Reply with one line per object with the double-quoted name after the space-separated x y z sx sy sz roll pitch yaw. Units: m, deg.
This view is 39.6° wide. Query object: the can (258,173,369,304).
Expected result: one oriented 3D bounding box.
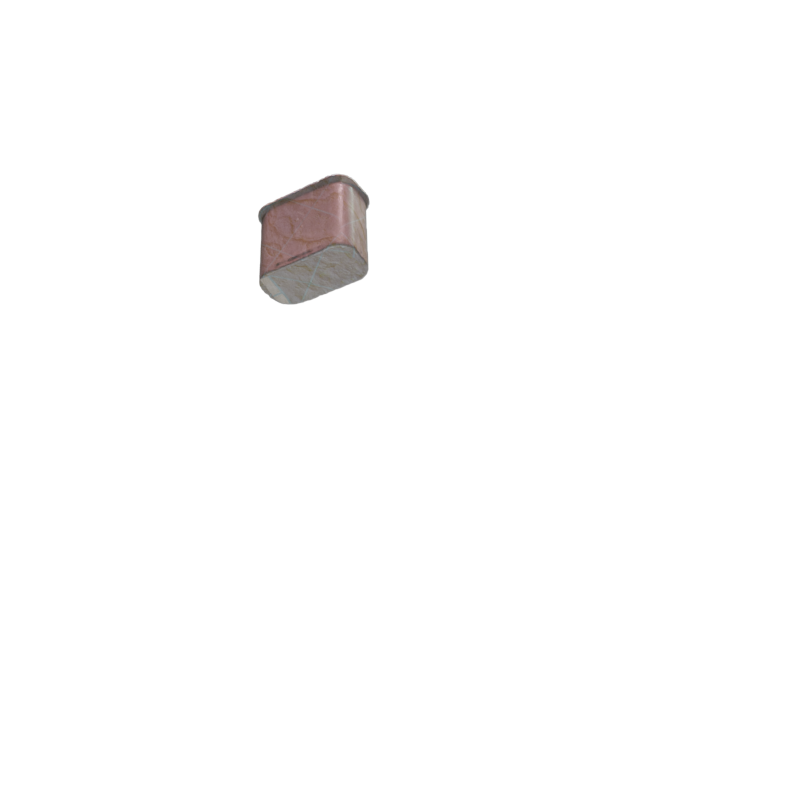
-0.077 -0.141 0.985 0.102 0.090 0.053 -21 -42 23 "can"
